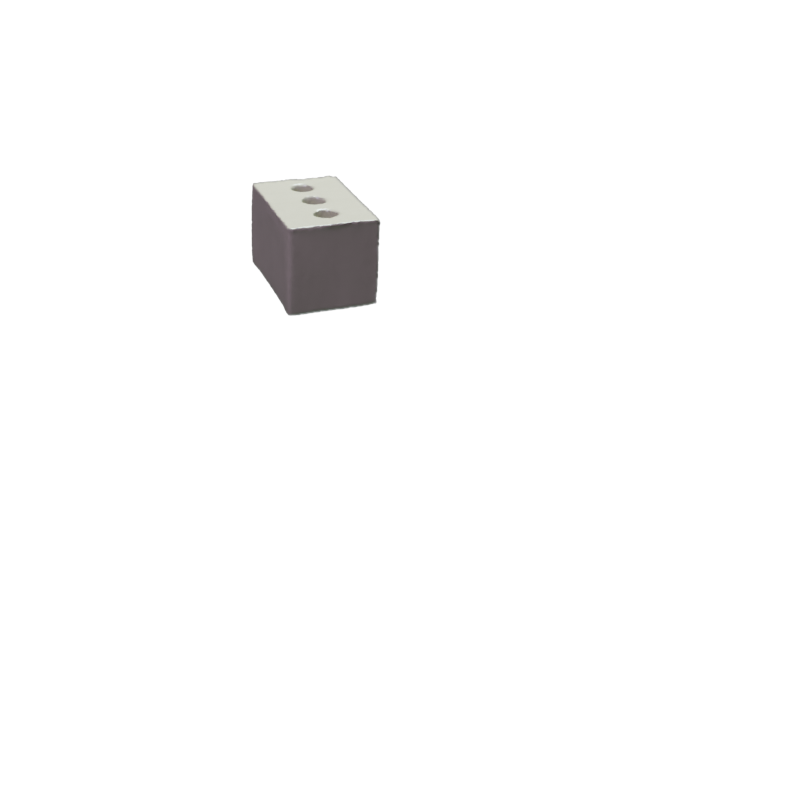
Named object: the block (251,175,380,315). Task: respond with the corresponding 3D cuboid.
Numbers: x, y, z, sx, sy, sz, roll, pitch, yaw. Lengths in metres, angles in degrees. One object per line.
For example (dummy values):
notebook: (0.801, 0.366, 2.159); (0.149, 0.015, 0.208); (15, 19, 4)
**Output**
block: (-0.048, -0.088, 0.619); (0.052, 0.049, 0.084); (-9, 29, -19)
